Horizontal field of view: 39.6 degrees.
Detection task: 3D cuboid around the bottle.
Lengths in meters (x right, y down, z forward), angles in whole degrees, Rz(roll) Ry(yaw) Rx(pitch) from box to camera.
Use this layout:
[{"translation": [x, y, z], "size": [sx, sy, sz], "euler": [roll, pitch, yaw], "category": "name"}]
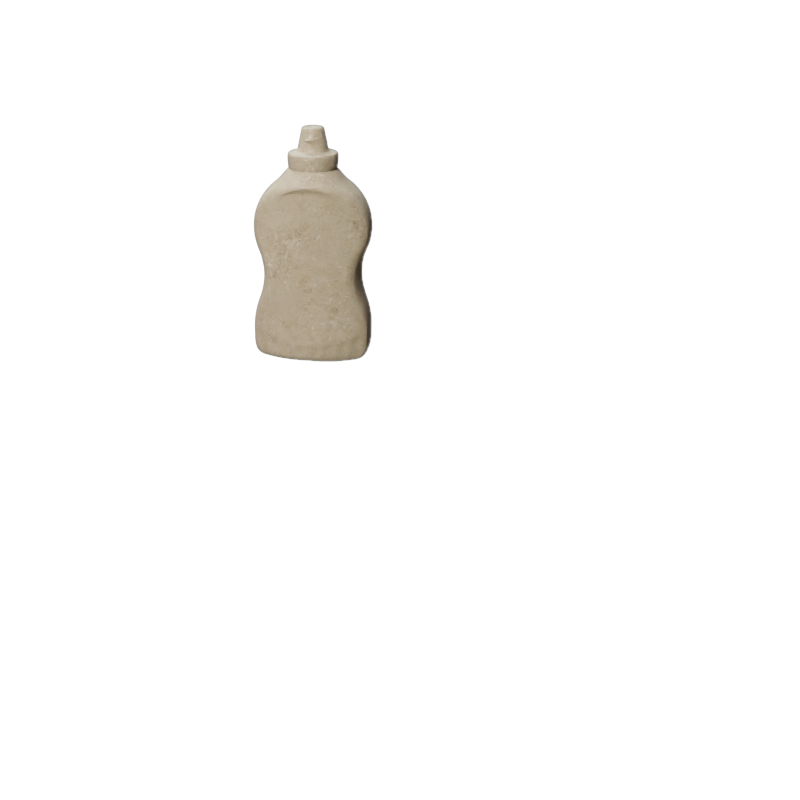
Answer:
[{"translation": [-0.071, -0.130, 0.911], "size": [0.098, 0.185, 0.060], "euler": [4, 16, 10], "category": "bottle"}]
